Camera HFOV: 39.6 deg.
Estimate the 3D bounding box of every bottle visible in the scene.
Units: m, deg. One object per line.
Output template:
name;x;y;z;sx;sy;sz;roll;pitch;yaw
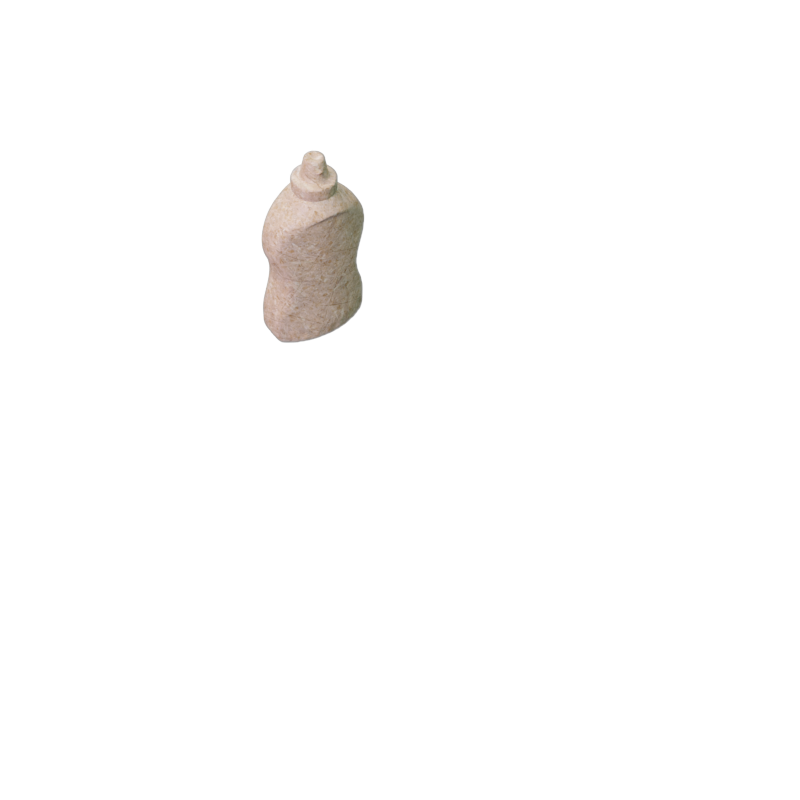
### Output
bottle;-0.078;-0.142;0.995;0.095;0.179;0.063;-23;50;-24
